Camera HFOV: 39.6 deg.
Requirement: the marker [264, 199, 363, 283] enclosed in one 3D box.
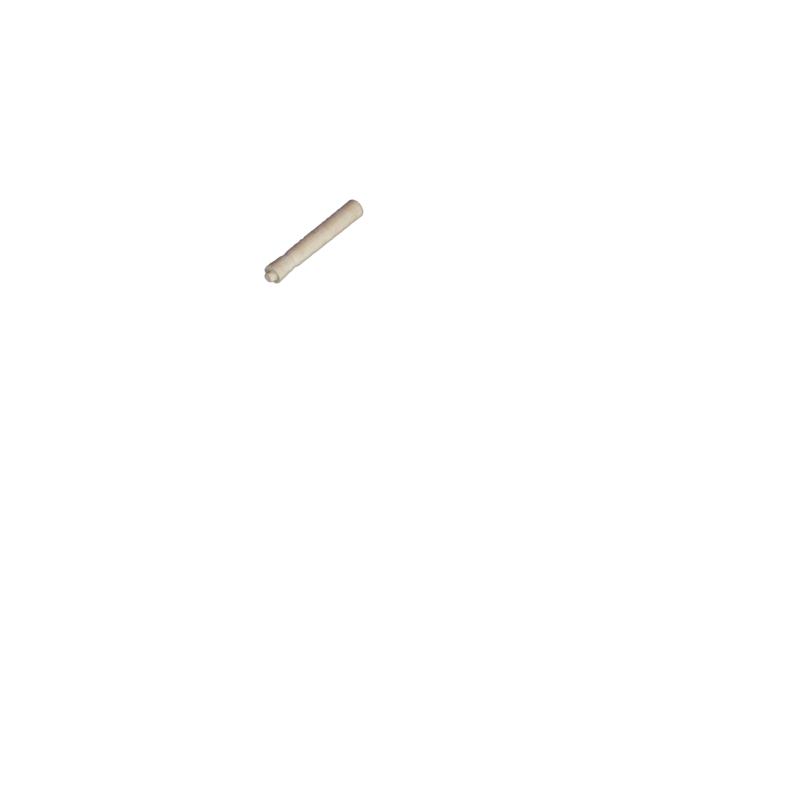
[{"bbox_3d":[-0.078,-0.142,0.998,0.021,0.019,0.123,4,39,47],"label":"marker"}]
